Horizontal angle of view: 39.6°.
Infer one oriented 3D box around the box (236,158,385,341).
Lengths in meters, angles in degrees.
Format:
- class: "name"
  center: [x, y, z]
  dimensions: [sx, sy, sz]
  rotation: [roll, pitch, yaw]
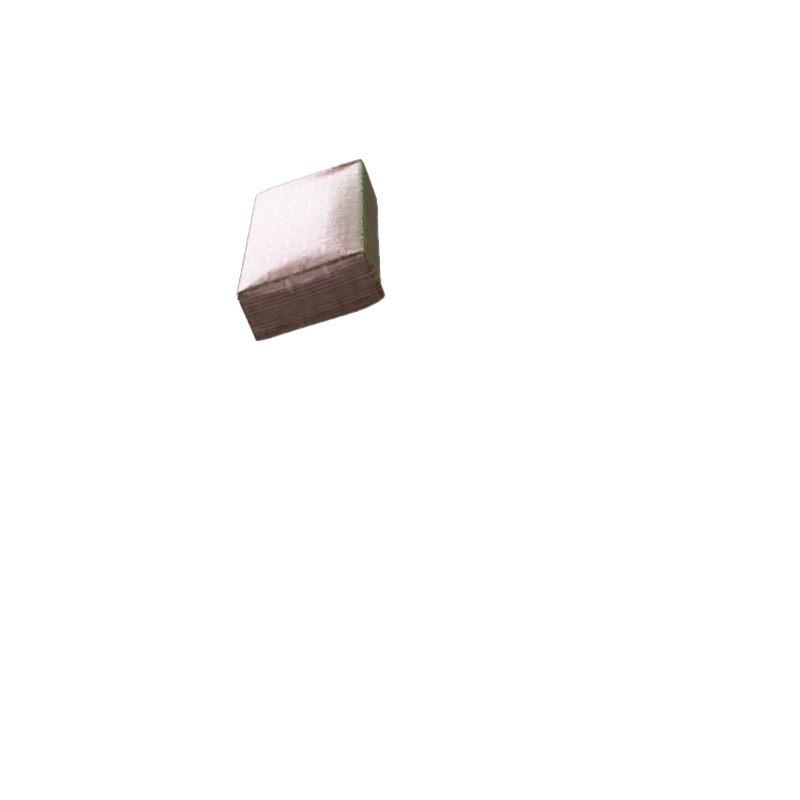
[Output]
- class: "box"
  center: [-0.063, -0.115, 0.801]
  dimensions: [0.094, 0.045, 0.188]
  rotation: [-18, 32, 7]
